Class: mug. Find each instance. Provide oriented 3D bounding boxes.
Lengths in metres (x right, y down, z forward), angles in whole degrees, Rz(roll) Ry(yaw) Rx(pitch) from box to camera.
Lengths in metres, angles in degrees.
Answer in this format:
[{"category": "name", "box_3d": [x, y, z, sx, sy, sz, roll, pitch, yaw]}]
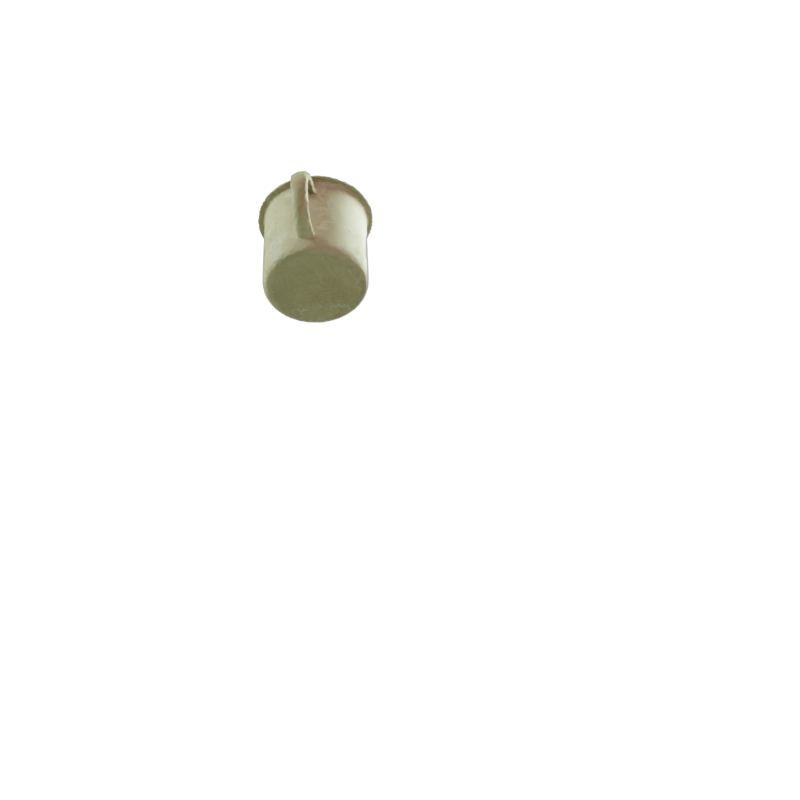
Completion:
[{"category": "mug", "box_3d": [-0.068, -0.123, 0.864, 0.094, 0.087, 0.108, -5, -45, 3]}]
